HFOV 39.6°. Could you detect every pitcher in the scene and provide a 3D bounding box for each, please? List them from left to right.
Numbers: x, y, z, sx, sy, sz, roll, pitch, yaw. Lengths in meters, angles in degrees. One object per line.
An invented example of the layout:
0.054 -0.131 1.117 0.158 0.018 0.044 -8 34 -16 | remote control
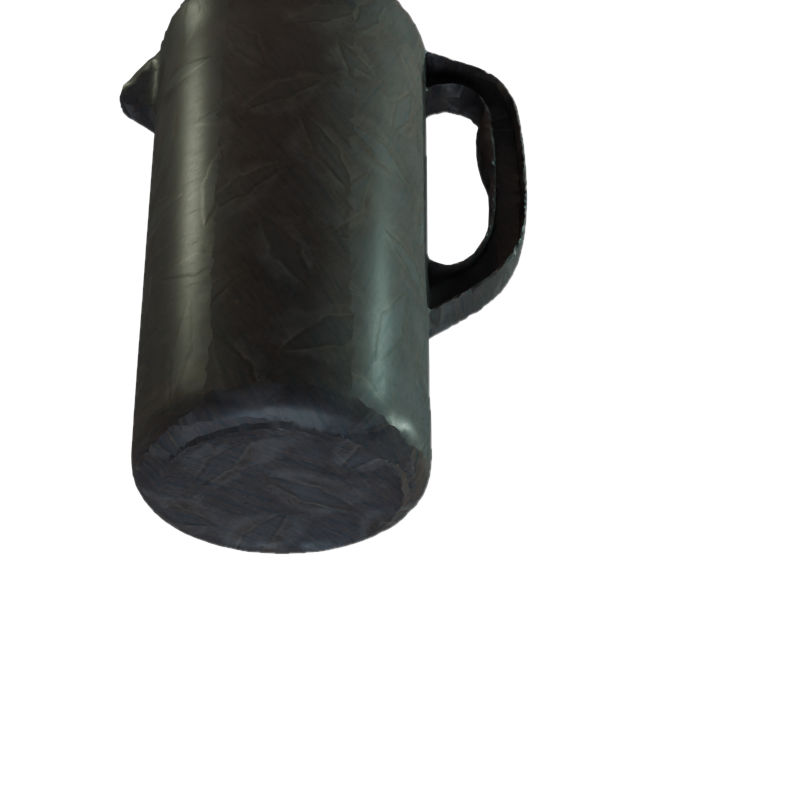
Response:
-0.037 -0.067 0.471 0.148 0.261 0.136 -32 -47 32 | pitcher
